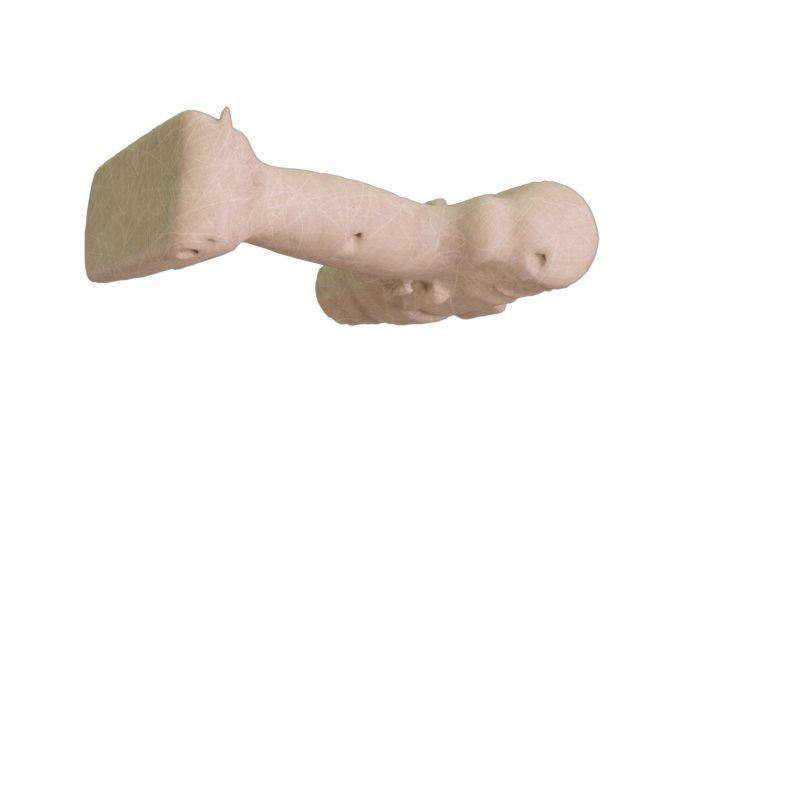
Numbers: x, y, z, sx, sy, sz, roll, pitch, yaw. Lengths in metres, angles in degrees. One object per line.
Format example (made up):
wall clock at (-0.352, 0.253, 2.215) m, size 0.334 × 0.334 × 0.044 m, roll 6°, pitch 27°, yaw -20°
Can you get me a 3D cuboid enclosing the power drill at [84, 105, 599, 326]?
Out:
power drill at (-0.038, -0.070, 0.490) m, size 0.180 × 0.059 × 0.187 m, roll 5°, pitch -8°, yaw -34°
